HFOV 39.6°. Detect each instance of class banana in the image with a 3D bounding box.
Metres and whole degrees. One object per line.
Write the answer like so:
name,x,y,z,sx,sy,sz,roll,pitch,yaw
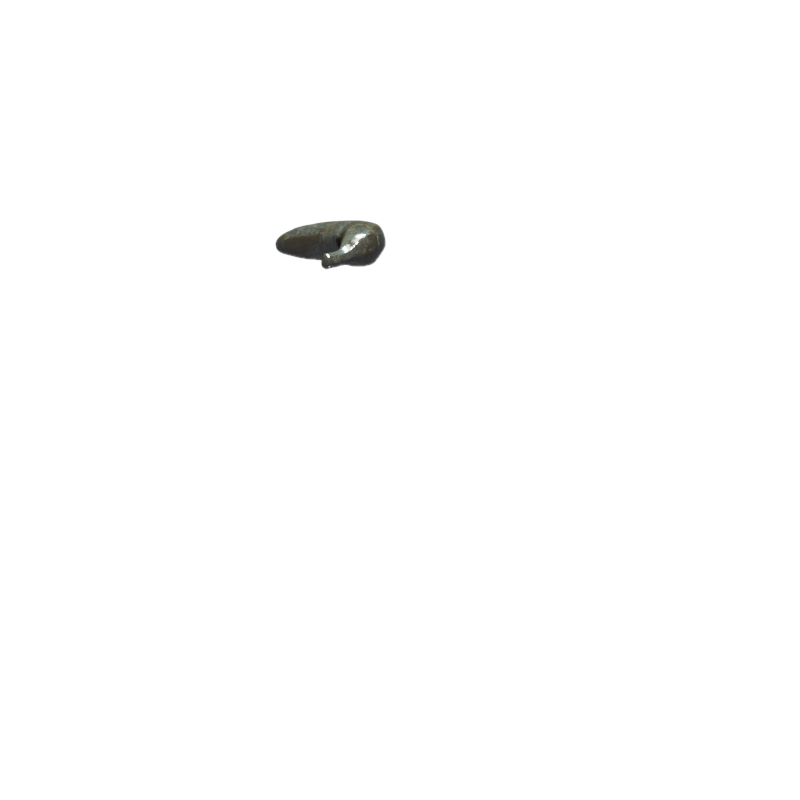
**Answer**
banana,-0.055,-0.136,0.950,0.068,0.036,0.204,-2,10,-16
